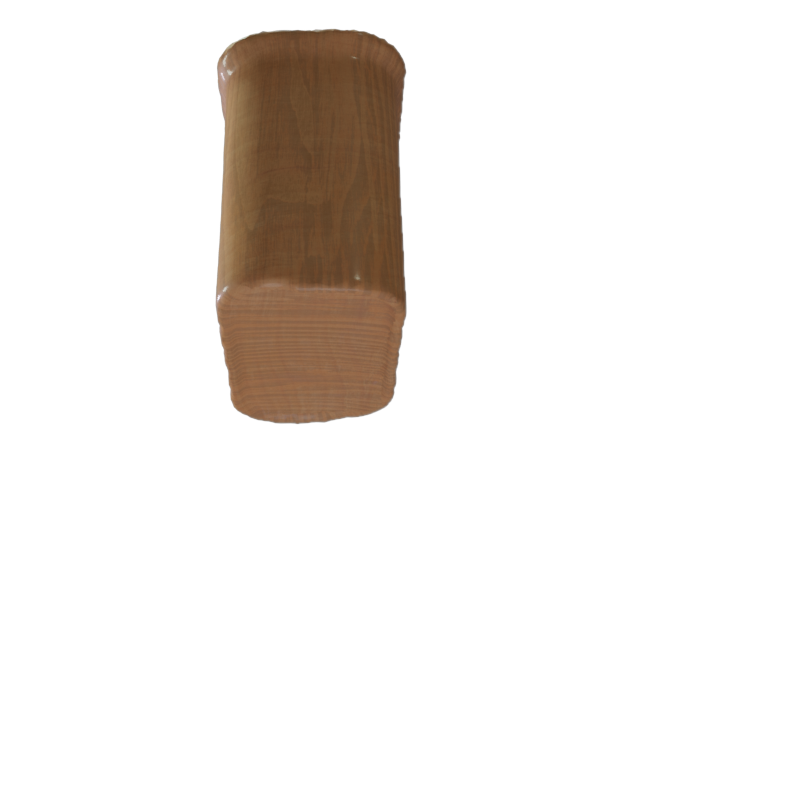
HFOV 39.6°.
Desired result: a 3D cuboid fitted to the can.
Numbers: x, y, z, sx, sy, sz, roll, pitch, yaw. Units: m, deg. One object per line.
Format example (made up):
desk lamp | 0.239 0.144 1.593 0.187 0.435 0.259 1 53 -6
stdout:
can | -0.027 -0.049 0.343 0.057 0.089 0.096 0 -26 -2
